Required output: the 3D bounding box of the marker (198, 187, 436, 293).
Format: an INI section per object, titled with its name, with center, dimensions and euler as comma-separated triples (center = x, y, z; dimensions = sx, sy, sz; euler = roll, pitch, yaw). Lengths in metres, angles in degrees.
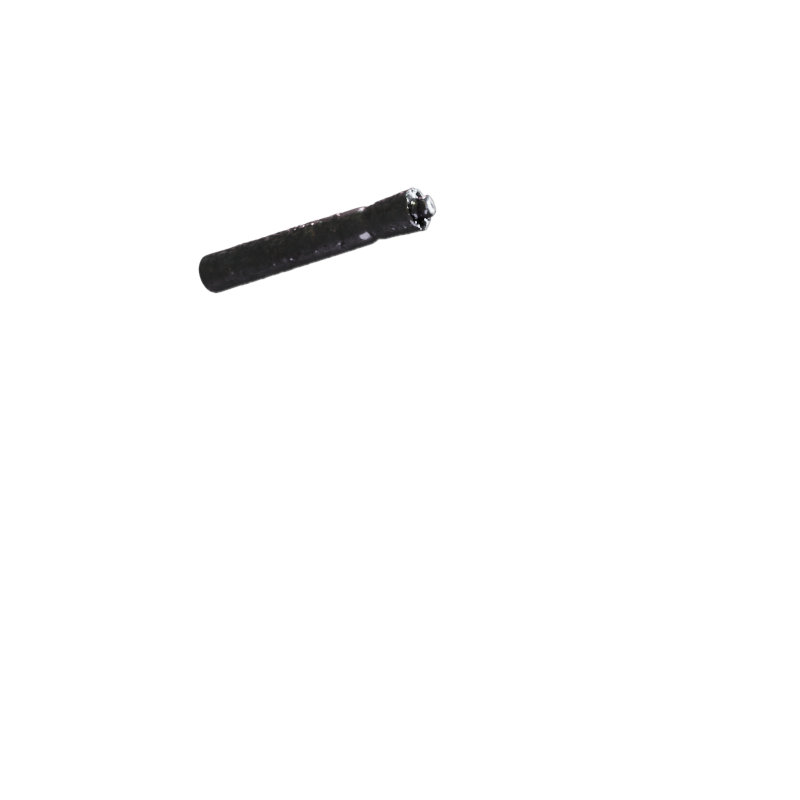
[marker]
center = -0.038, -0.070, 0.490
dimensions = 0.123, 0.020, 0.019
euler = -12, -3, 32
